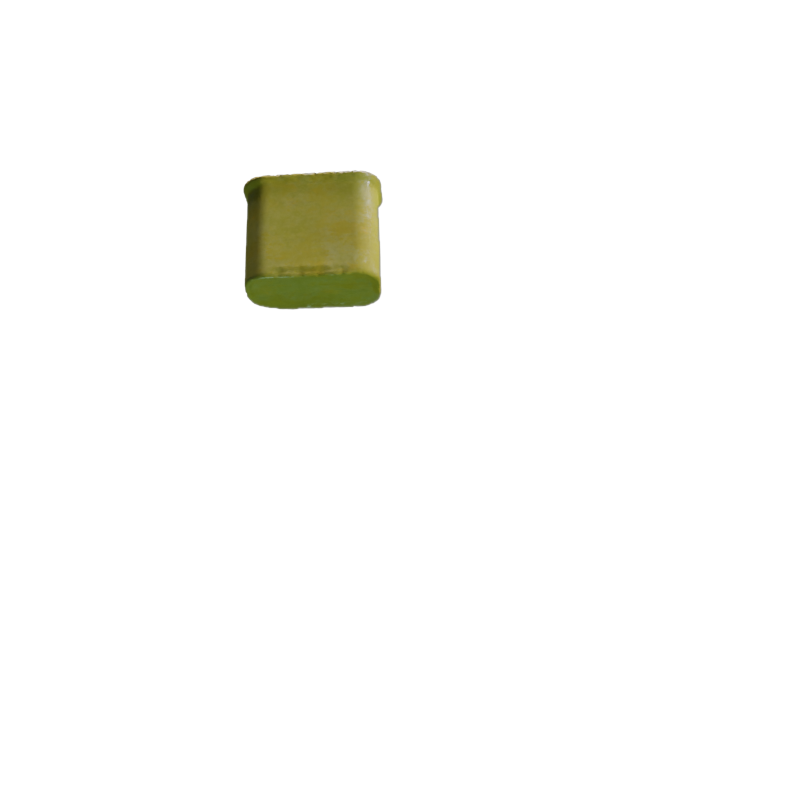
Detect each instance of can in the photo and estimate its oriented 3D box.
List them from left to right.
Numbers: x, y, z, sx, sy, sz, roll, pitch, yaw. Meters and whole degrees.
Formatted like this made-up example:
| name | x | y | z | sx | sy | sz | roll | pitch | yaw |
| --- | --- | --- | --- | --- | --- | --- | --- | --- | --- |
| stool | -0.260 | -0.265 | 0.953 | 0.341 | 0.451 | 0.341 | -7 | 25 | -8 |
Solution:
| name | x | y | z | sx | sy | sz | roll | pitch | yaw |
| --- | --- | --- | --- | --- | --- | --- | --- | --- | --- |
| can | -0.063 | -0.115 | 0.804 | 0.102 | 0.089 | 0.054 | -3 | -27 | 4 |
